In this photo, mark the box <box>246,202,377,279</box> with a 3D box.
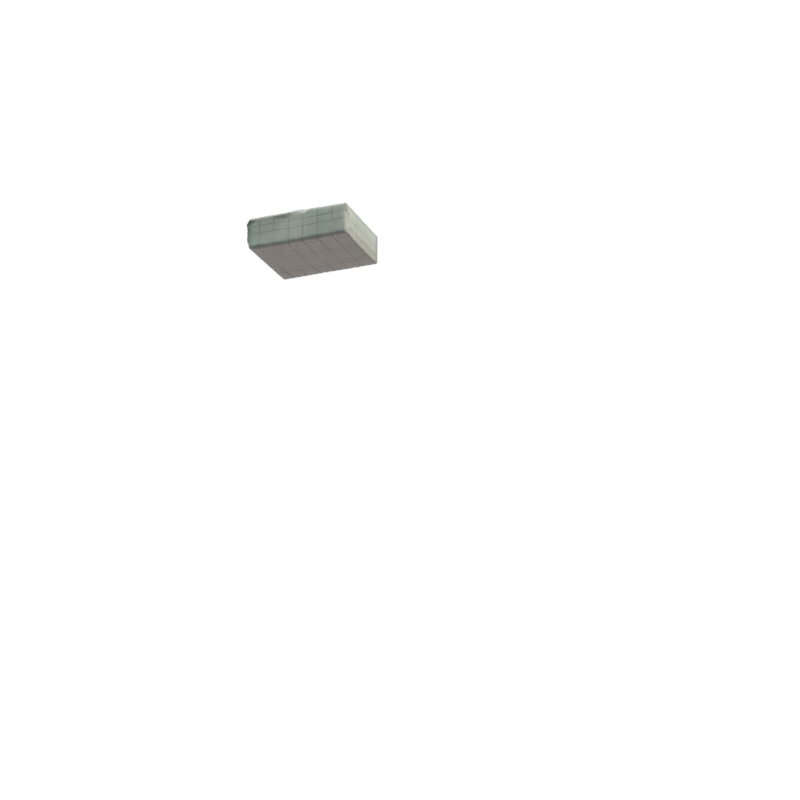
[{"bbox_3d":[-0.072,-0.131,0.916,0.091,0.032,0.068,-6,-18,20],"label":"box"}]
